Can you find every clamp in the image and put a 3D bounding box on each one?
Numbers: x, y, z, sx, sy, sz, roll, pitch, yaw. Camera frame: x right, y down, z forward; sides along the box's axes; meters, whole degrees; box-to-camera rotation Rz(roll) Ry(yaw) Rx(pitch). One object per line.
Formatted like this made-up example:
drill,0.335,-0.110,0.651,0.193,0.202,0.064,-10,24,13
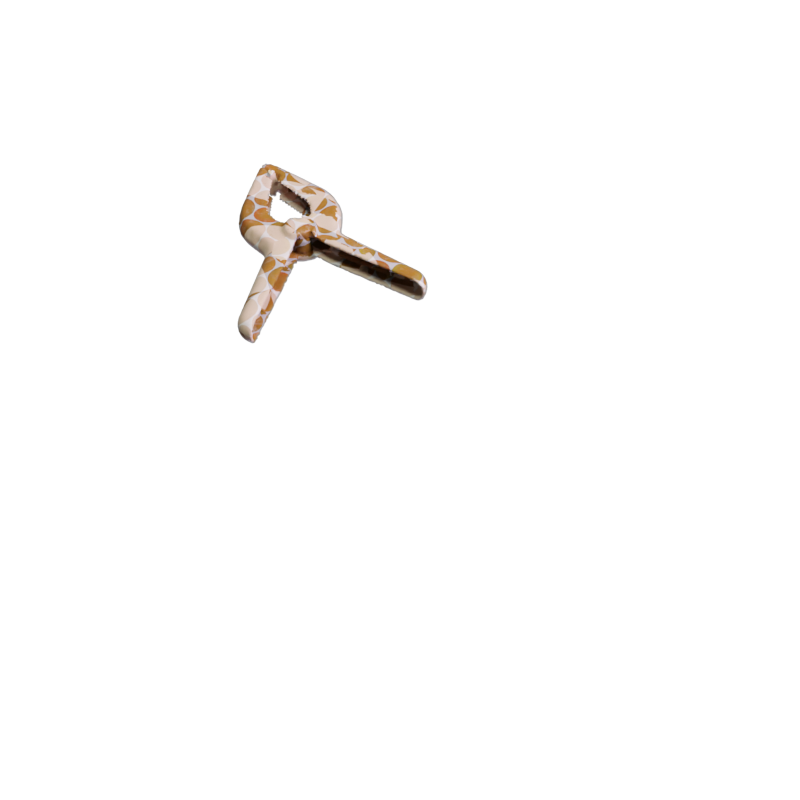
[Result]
clamp,-0.077,-0.141,0.986,0.163,0.034,0.227,-10,46,-10
